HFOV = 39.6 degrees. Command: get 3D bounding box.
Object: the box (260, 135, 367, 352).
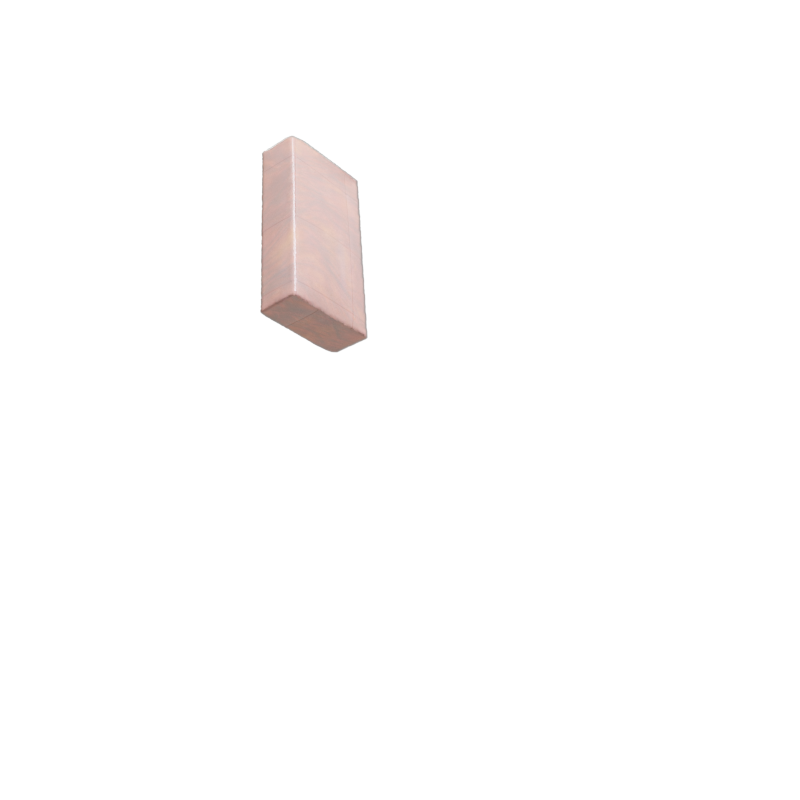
[{"bbox_3d":[-0.075,-0.137,0.958,0.048,0.188,0.087,-27,-40,32],"label":"box"}]
